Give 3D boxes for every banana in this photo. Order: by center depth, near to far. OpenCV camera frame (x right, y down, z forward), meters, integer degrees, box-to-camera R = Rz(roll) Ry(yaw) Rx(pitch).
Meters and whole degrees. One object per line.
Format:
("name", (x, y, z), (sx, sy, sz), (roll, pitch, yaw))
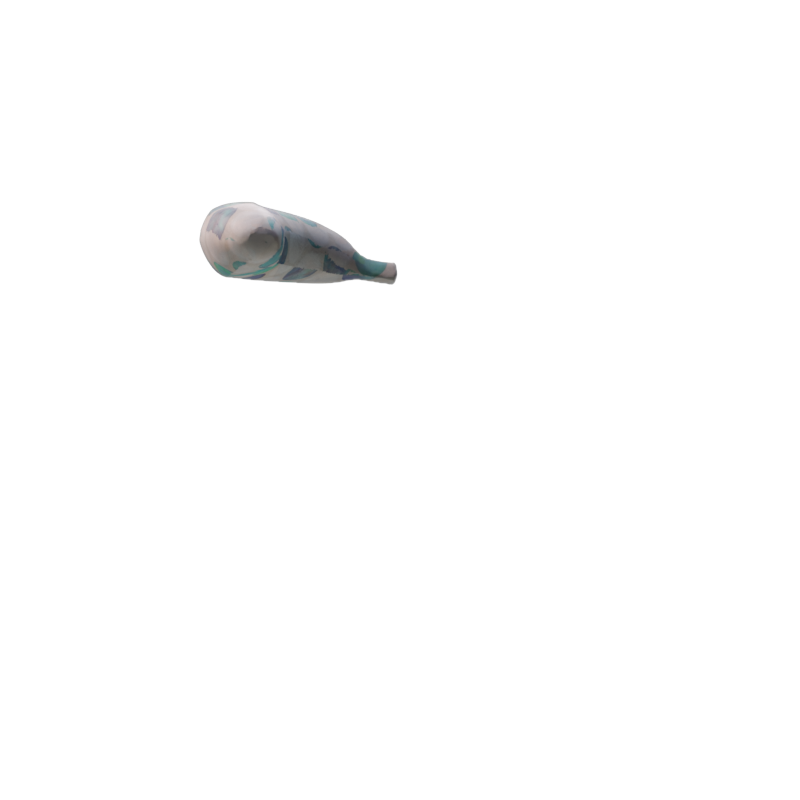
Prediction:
("banana", (-0.059, -0.077, 0.546), (0.071, 0.037, 0.193), (1, 4, 16))
